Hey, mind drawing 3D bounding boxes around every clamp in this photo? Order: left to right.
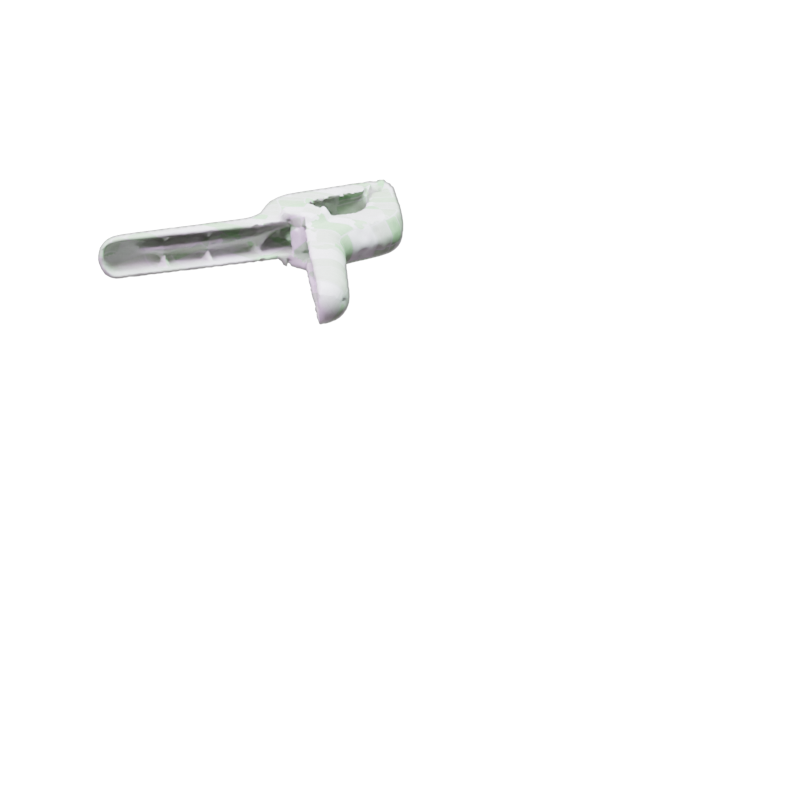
[{"bbox_3d":[-0.053,-0.096,0.674,0.174,0.035,0.208,18,30,34],"label":"clamp"}]
